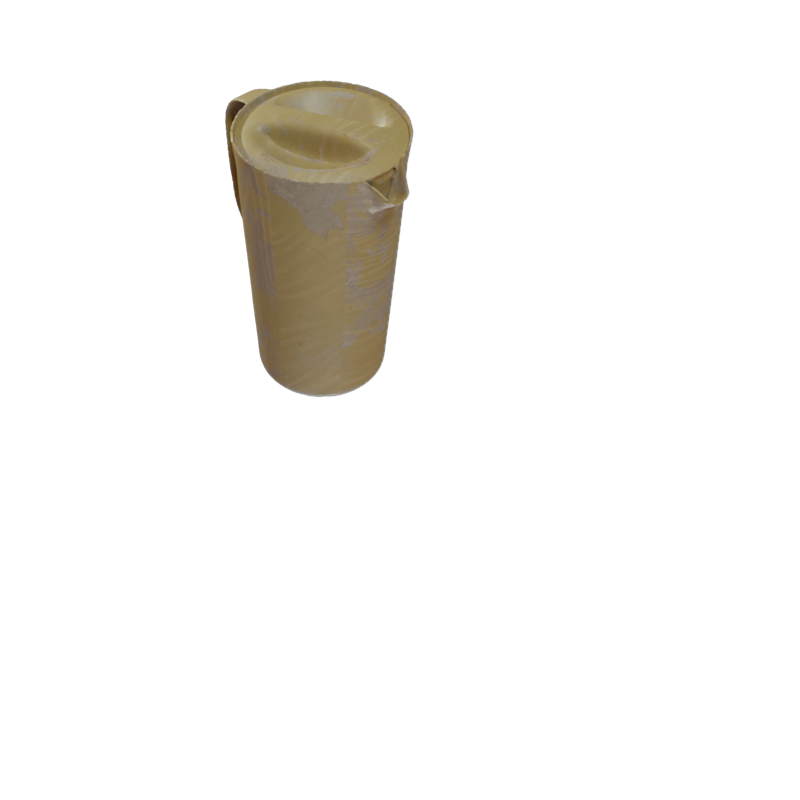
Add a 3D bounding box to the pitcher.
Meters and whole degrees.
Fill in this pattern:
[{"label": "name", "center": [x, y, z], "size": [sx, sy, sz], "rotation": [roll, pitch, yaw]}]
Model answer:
[{"label": "pitcher", "center": [-0.069, -0.126, 0.883], "size": [0.145, 0.226, 0.160], "rotation": [2, 44, -1]}]
